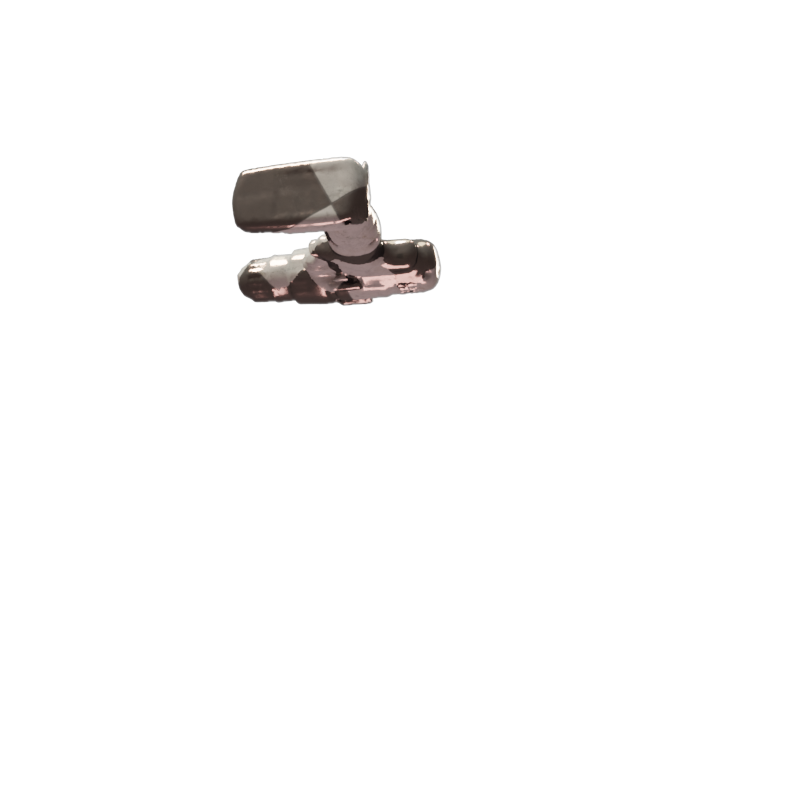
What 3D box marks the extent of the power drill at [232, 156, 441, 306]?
[{"bbox_3d":[-0.072,-0.132,0.921,0.187,0.060,0.176,-5,-17,15],"label":"power drill"}]
